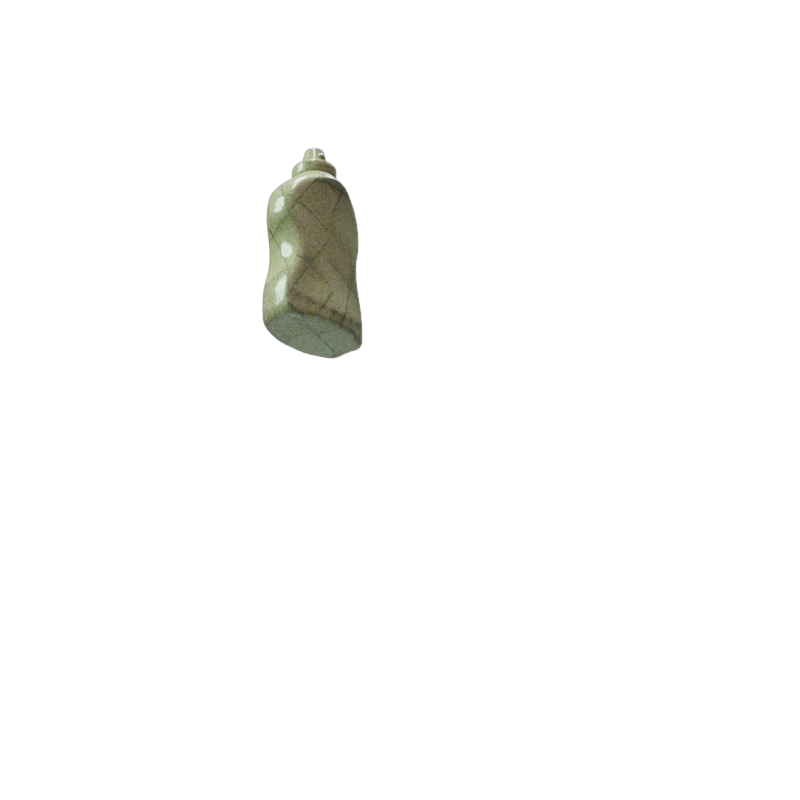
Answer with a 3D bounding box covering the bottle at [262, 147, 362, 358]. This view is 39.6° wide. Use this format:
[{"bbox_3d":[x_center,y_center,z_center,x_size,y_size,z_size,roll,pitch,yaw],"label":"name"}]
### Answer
[{"bbox_3d":[-0.076,-0.139,0.973,0.058,0.204,0.090,-26,-37,36],"label":"bottle"}]
